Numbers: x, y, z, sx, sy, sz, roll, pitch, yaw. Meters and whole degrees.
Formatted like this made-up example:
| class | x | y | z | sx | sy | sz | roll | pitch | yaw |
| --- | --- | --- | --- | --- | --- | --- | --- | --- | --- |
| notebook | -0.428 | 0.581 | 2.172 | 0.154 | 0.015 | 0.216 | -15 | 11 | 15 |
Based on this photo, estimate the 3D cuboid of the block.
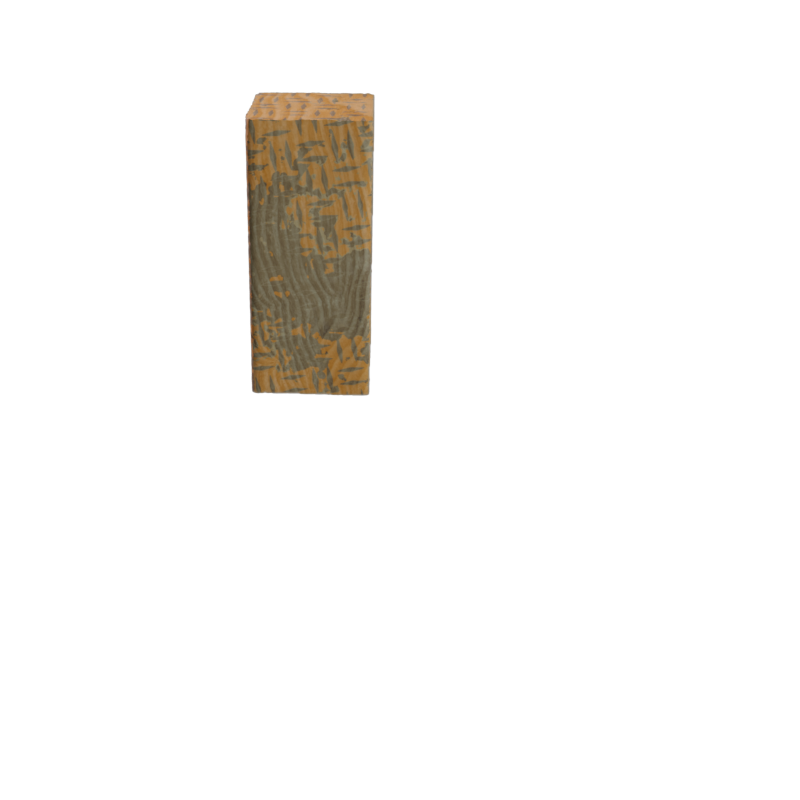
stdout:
| class | x | y | z | sx | sy | sz | roll | pitch | yaw |
| --- | --- | --- | --- | --- | --- | --- | --- | --- | --- |
| block | -0.065 | -0.117 | 0.820 | 0.090 | 0.197 | 0.095 | 1 | 22 | 0 |
